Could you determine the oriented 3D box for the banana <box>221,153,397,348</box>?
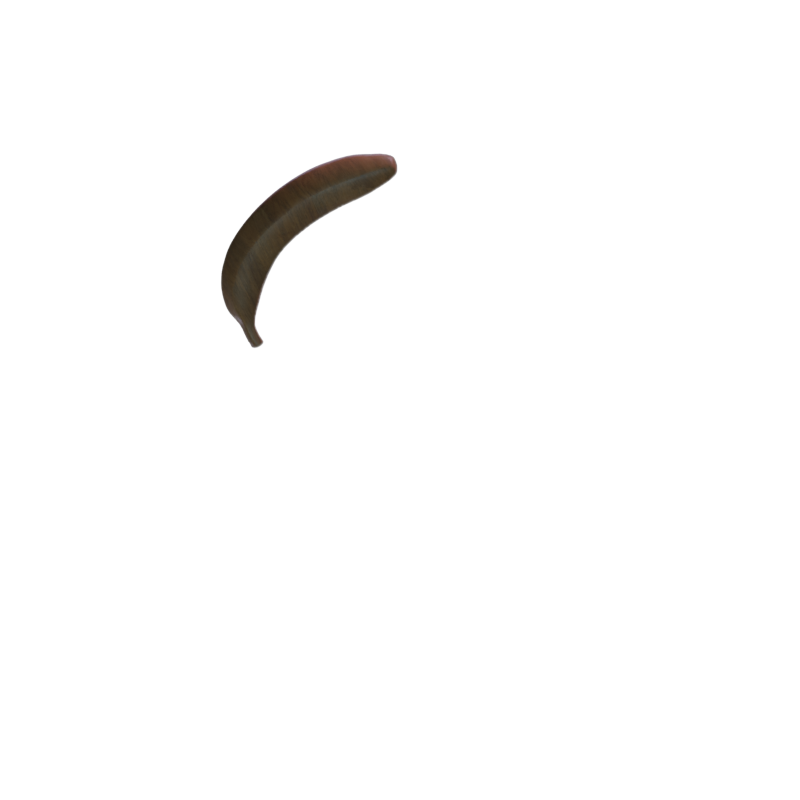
[{"bbox_3d":[-0.085,-0.130,0.864,0.067,0.193,0.039,32,26,-19],"label":"banana"}]
